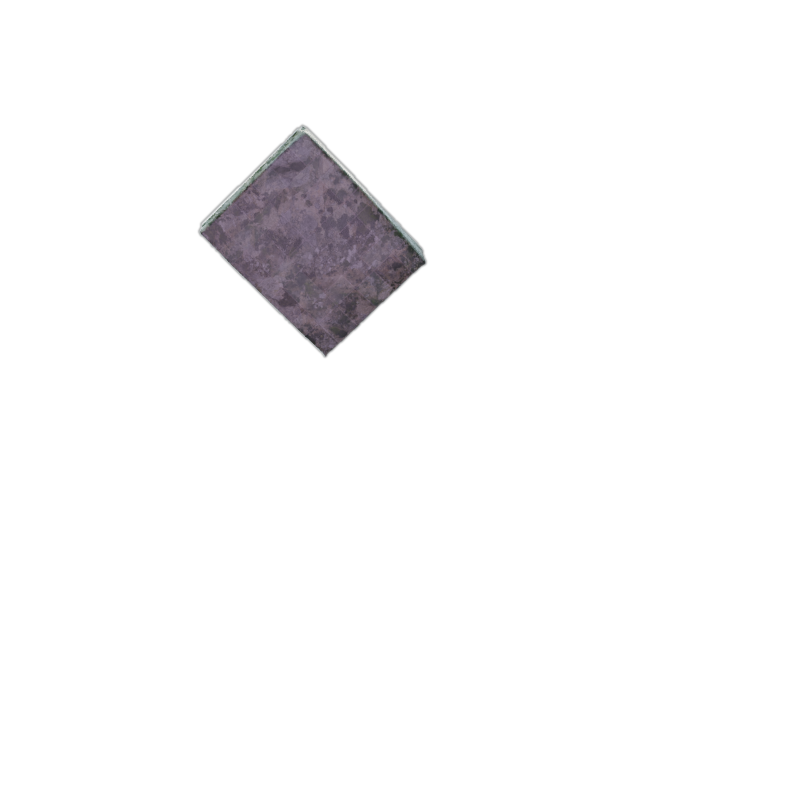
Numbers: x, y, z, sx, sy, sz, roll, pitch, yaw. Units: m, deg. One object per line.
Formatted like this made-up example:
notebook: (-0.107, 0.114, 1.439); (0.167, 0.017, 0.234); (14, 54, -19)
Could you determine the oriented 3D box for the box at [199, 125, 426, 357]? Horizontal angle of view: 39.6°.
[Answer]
box: (-0.053, -0.097, 0.679); (0.089, 0.111, 0.040); (-43, 8, 7)
